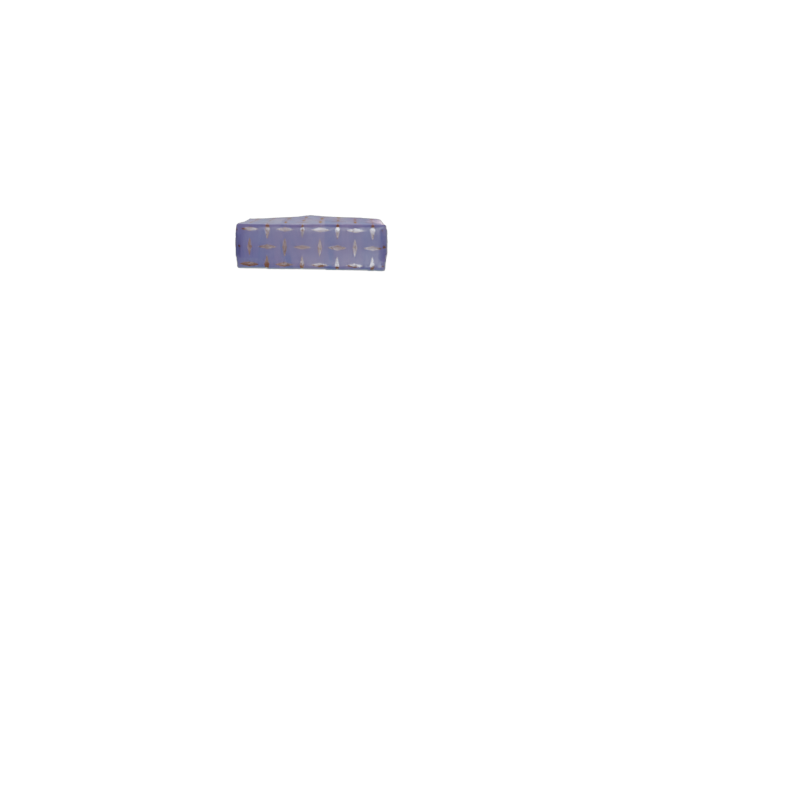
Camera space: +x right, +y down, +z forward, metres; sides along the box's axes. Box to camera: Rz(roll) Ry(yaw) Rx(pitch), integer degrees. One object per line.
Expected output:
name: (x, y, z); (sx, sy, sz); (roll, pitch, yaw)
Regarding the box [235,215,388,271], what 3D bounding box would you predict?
box: (-0.053, -0.097, 0.678); (0.089, 0.030, 0.074); (0, 10, 0)
